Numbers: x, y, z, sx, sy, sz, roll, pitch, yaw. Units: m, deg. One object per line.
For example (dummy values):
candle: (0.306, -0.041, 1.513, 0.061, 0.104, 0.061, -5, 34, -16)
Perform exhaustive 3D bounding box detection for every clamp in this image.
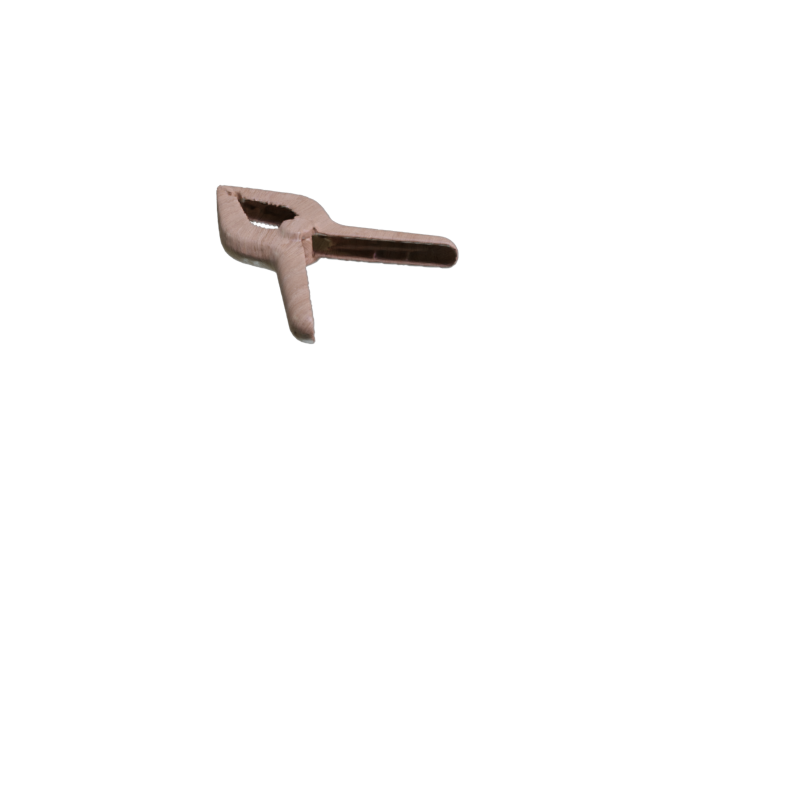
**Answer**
clamp: (-0.070, -0.127, 0.890, 0.163, 0.034, 0.226, -24, 42, -29)
